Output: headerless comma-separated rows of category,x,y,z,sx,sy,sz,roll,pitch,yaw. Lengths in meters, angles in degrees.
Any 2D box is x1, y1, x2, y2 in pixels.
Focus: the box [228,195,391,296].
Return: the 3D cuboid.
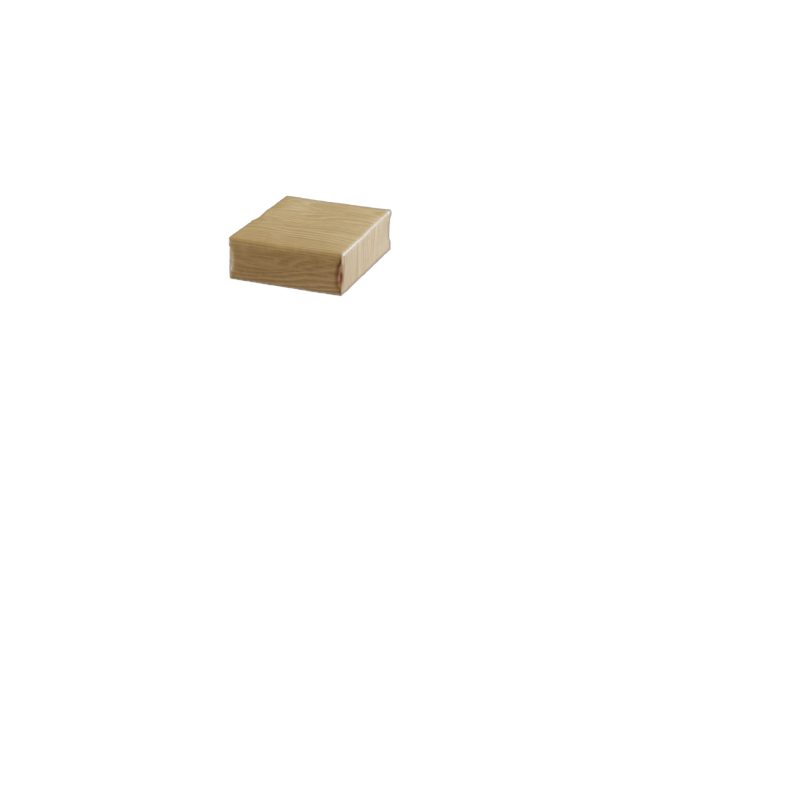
box,-0.053,-0.097,0.678,0.075,0.029,0.091,10,29,18
